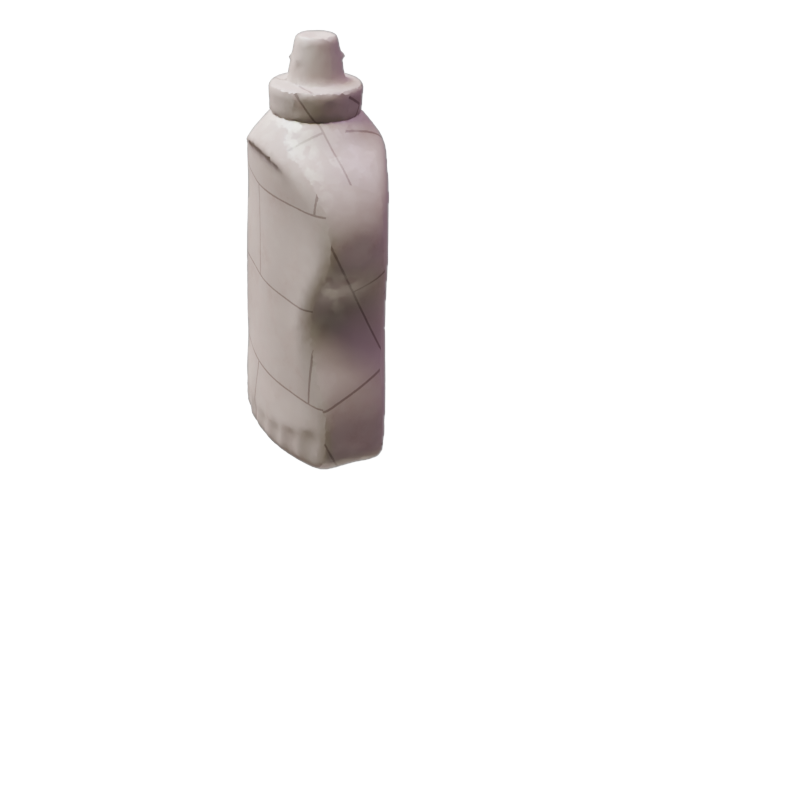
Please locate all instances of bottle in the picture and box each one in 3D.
[{"bbox_3d":[-0.039,-0.073,0.508,0.057,0.182,0.103,-9,28,-22],"label":"bottle"}]
